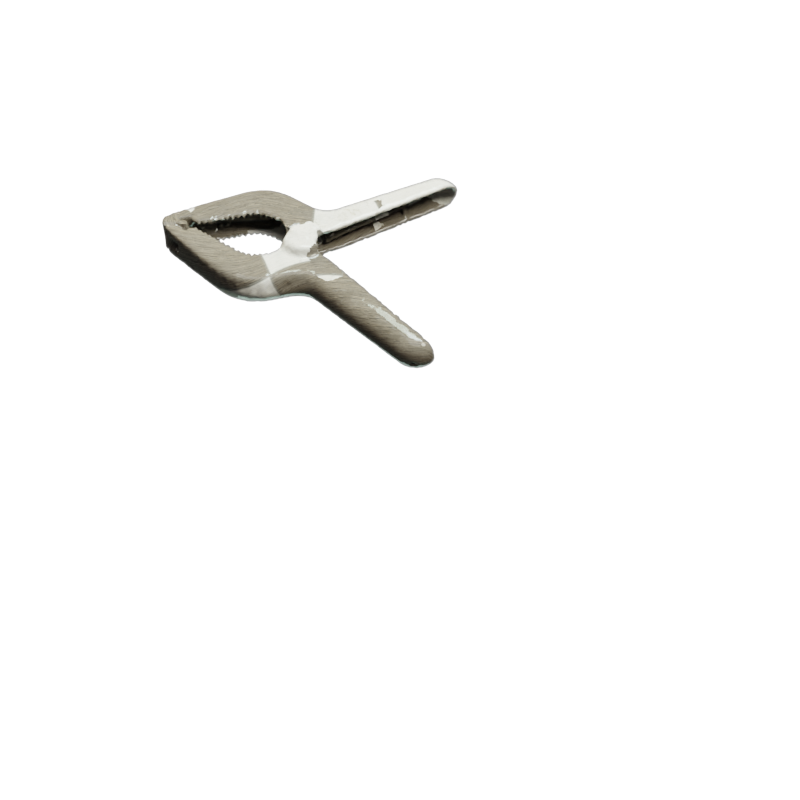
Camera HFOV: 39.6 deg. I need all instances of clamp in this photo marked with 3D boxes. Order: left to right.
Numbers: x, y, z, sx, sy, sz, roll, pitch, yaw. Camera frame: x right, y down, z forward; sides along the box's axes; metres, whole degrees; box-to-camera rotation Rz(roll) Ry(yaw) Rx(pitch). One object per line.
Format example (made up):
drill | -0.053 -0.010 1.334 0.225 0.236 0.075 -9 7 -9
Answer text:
clamp | -0.062 -0.112 0.787 0.214 0.173 0.034 13 -38 10
